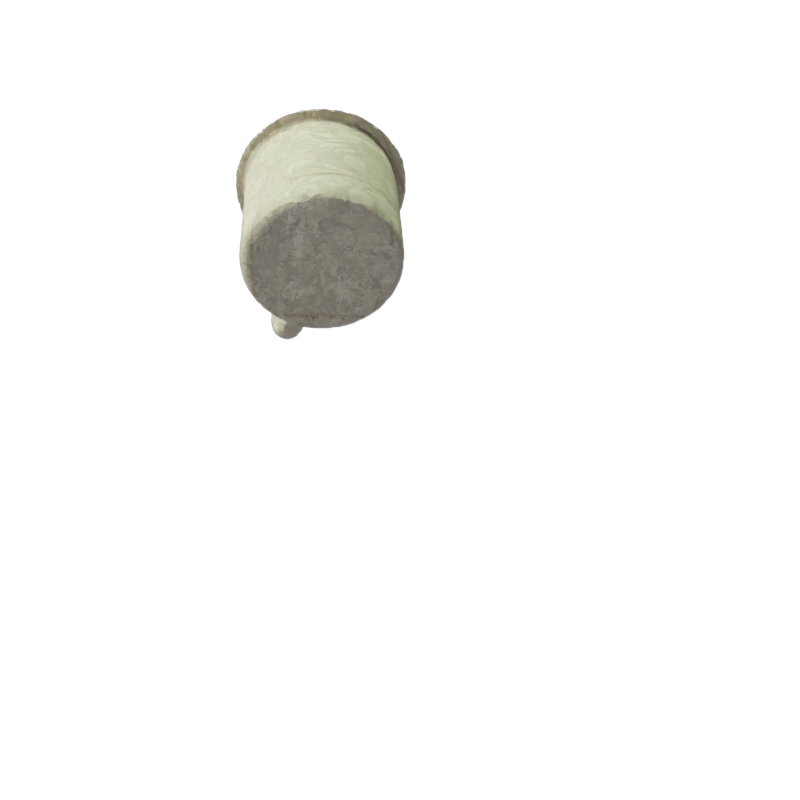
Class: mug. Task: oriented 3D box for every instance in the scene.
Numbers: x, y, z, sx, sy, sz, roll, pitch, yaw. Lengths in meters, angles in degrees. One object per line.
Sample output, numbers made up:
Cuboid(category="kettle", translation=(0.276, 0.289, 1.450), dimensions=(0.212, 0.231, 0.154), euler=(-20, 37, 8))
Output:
Cuboid(category="mug", translation=(-0.045, -0.083, 0.579), dimensions=(0.091, 0.112, 0.087), euler=(18, 34, -14))
